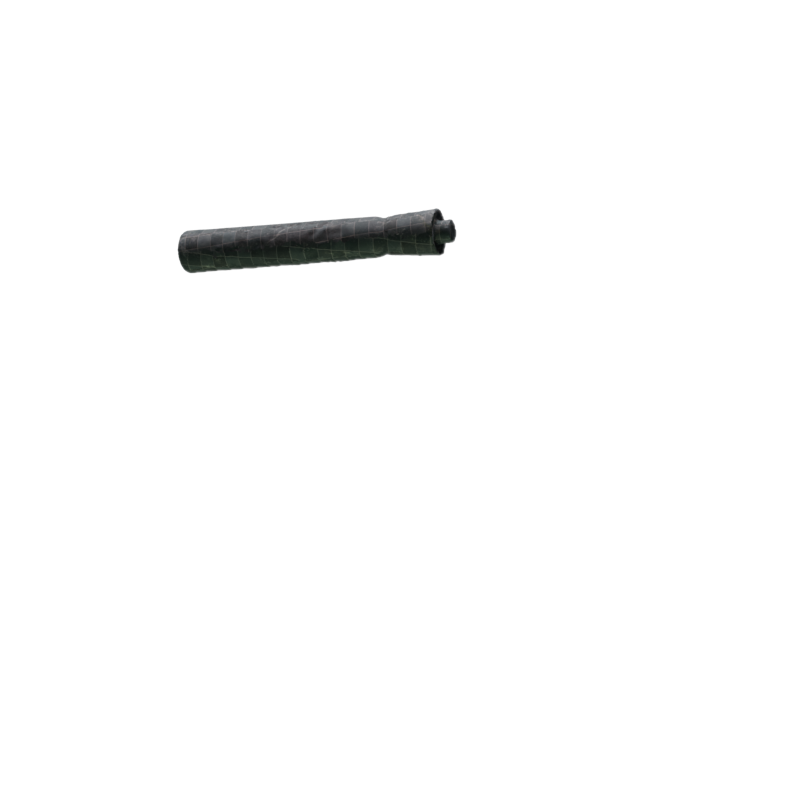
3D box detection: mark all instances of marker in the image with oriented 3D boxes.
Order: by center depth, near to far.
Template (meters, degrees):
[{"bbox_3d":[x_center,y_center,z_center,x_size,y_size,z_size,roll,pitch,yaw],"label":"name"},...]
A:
[{"bbox_3d":[-0.036,-0.066,0.461,0.124,0.020,0.019,-1,3,23],"label":"marker"}]
